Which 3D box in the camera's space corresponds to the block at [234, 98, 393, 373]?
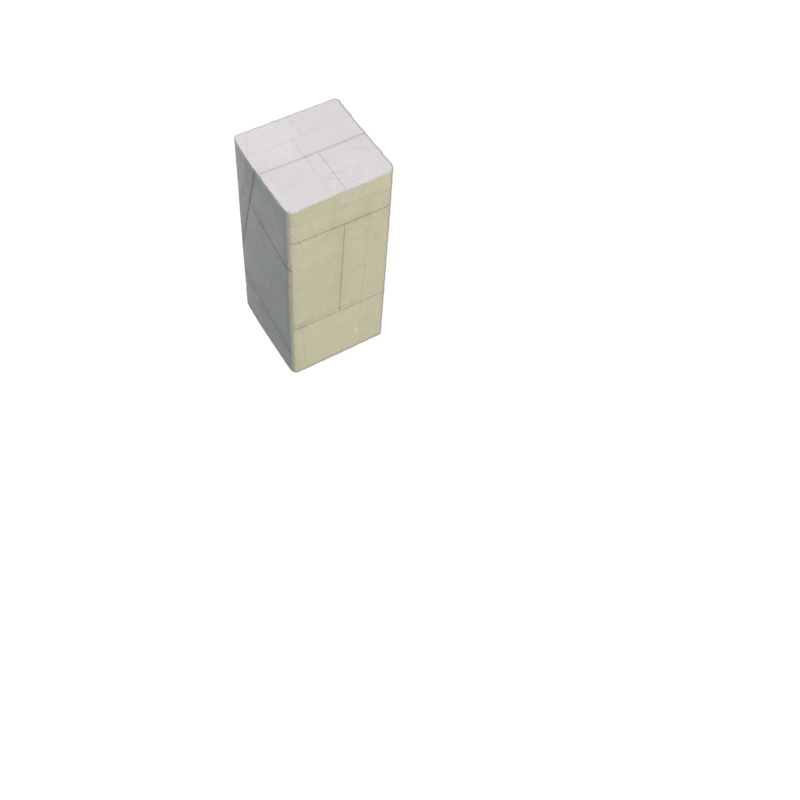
[{"bbox_3d":[-0.069,-0.126,0.886,0.090,0.097,0.193,-24,-30,-19],"label":"block"}]
